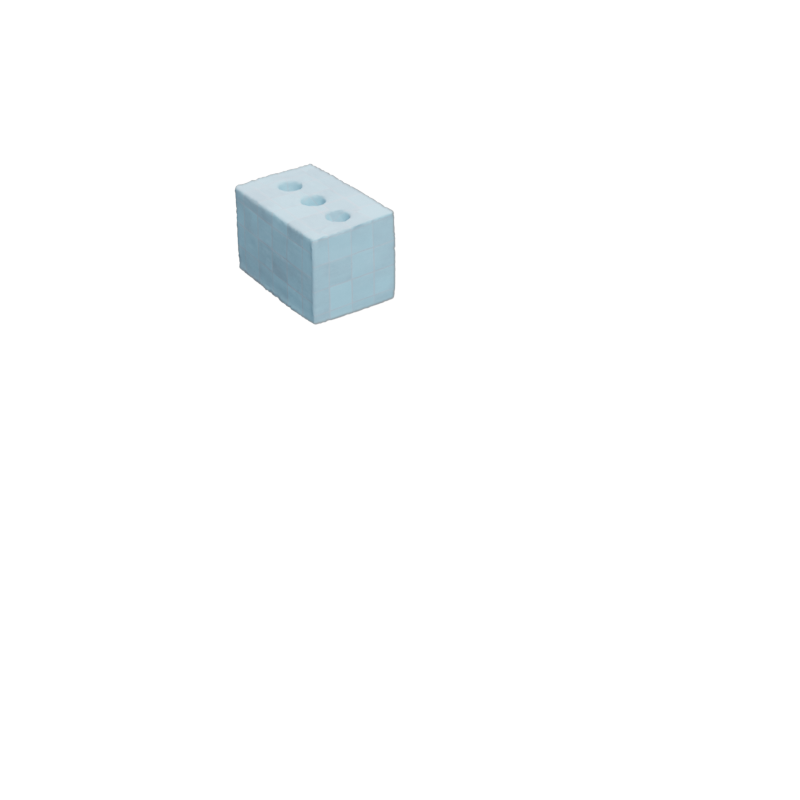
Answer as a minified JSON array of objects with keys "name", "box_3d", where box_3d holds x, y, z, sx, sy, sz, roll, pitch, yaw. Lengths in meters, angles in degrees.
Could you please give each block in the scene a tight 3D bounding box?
[{"name":"block","box_3d":[-0.046,-0.084,0.590,0.052,0.048,0.084,-21,38,-31]}]
